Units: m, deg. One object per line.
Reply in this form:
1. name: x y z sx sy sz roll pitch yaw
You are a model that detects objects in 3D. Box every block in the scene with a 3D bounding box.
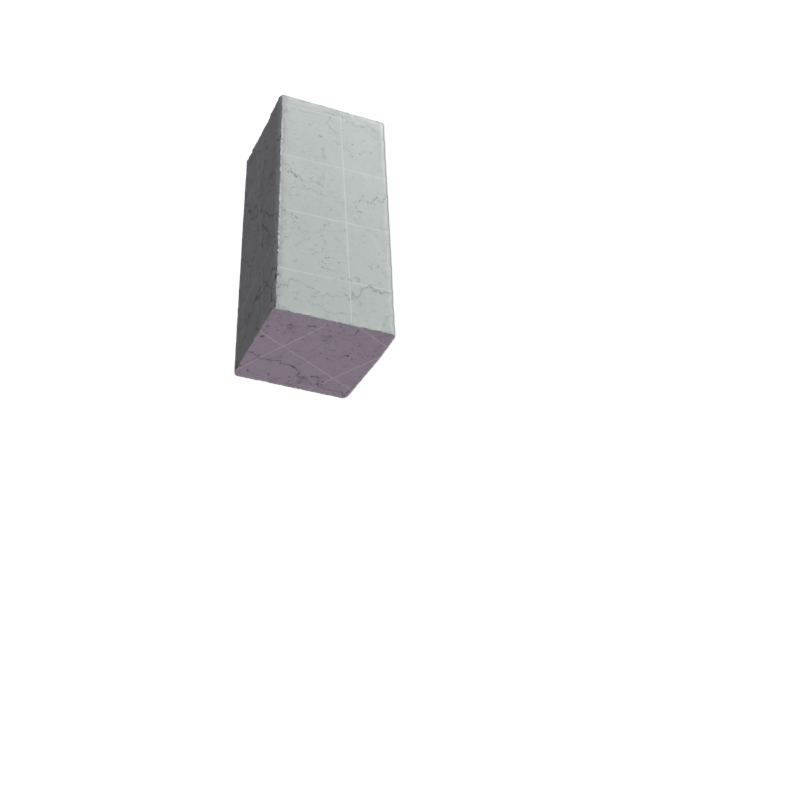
1. block: -0.065 -0.119 0.834 0.088 0.221 0.087 13 -39 -20
